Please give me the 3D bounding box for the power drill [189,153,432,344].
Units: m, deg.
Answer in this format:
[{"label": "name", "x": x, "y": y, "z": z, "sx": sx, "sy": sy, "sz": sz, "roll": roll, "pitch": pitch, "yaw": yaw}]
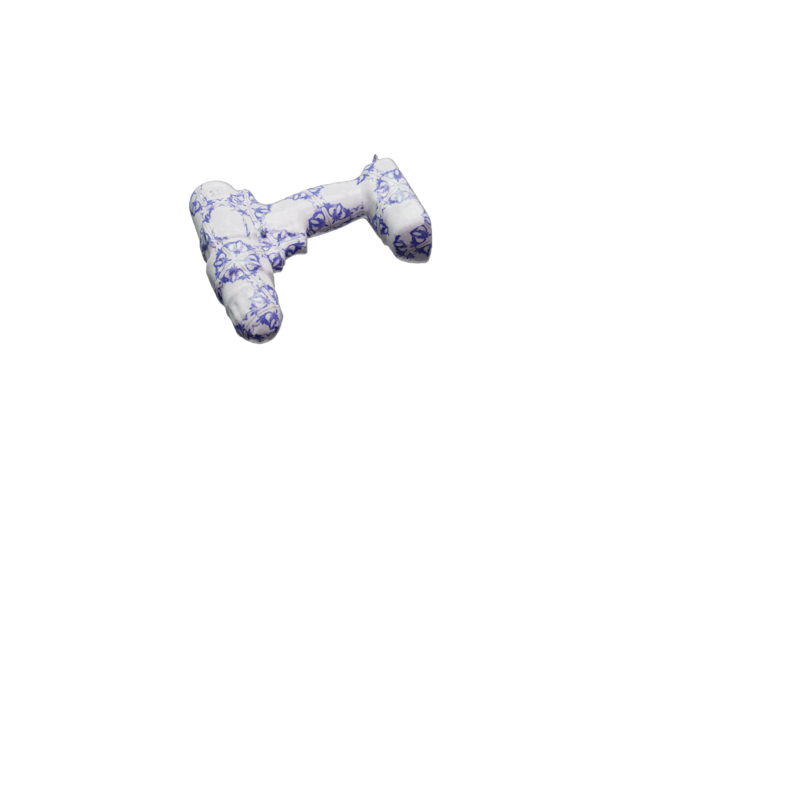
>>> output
[{"label": "power drill", "x": -0.073, "y": -0.132, "z": 0.927, "sx": 0.186, "sy": 0.053, "sz": 0.200, "roll": -14, "pitch": 48, "yaw": -13}]
